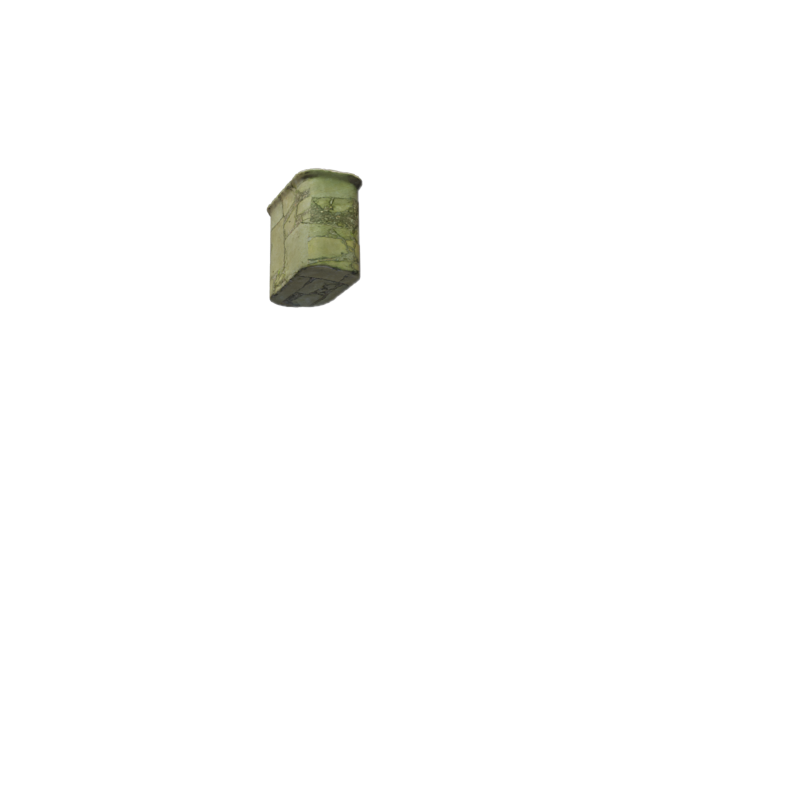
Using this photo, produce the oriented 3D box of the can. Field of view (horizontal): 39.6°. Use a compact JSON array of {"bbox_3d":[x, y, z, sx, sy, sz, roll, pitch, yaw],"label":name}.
[{"bbox_3d":[-0.070,-0.129,0.901,0.055,0.088,0.101,8,-20,-24],"label":"can"}]
